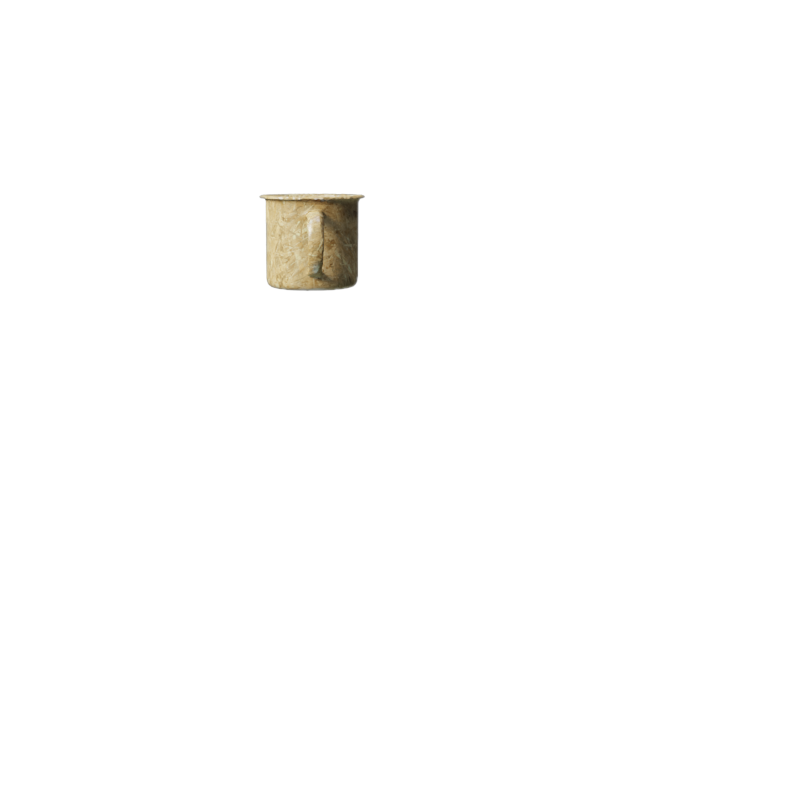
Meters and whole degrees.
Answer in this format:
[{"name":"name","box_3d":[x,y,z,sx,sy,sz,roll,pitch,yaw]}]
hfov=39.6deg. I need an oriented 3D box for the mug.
[{"name":"mug","box_3d":[-0.076,-0.139,0.971,0.092,0.080,0.120,-1,10,-8]}]
